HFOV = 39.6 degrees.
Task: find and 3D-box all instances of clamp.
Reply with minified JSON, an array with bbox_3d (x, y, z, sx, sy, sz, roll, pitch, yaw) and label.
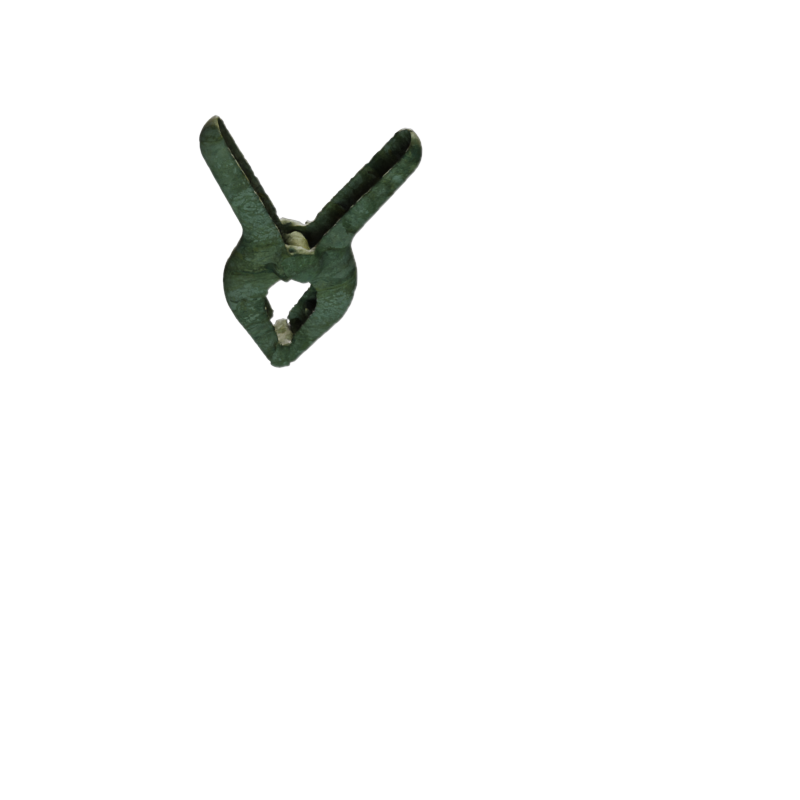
[{"bbox_3d":[-0.050,-0.091,0.637,0.120,0.160,0.042,1,44,-1],"label":"clamp"}]
